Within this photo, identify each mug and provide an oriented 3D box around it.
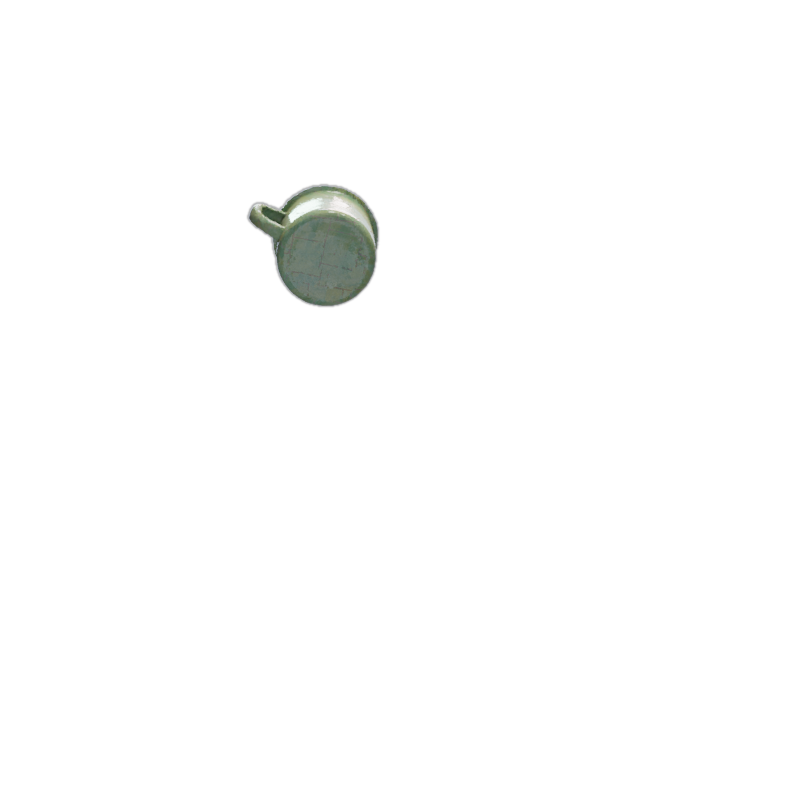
[{"bbox_3d":[-0.073,-0.133,0.928,0.115,0.092,0.085,28,14,-9],"label":"mug"}]
